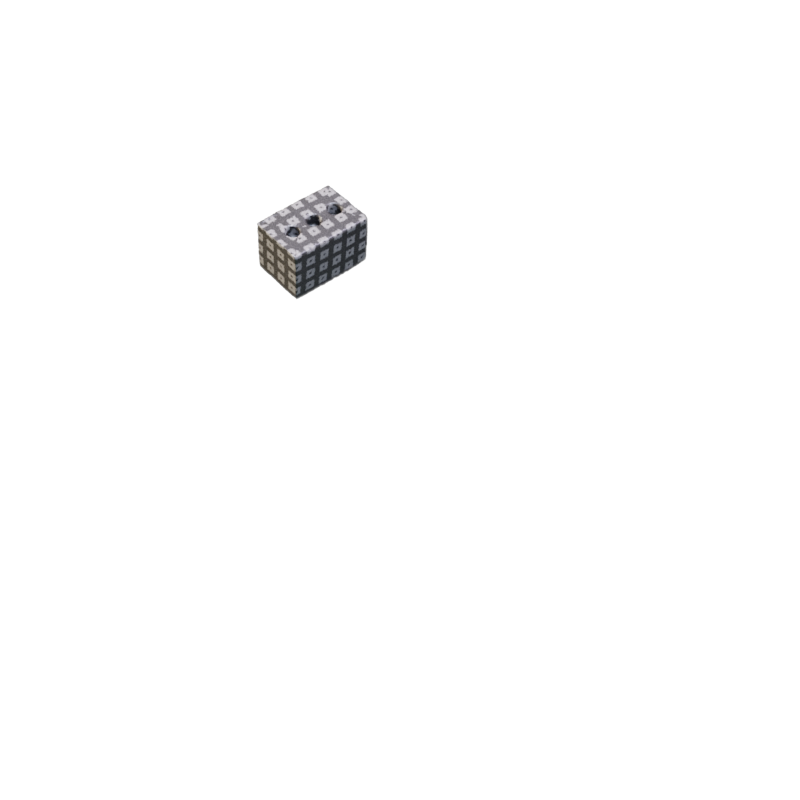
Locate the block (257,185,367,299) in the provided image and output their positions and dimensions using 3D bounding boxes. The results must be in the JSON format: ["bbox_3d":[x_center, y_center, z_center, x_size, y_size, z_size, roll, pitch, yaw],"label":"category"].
[{"bbox_3d":[-0.072,-0.131,0.919,0.078,0.048,0.056,-33,57,-27],"label":"block"}]
